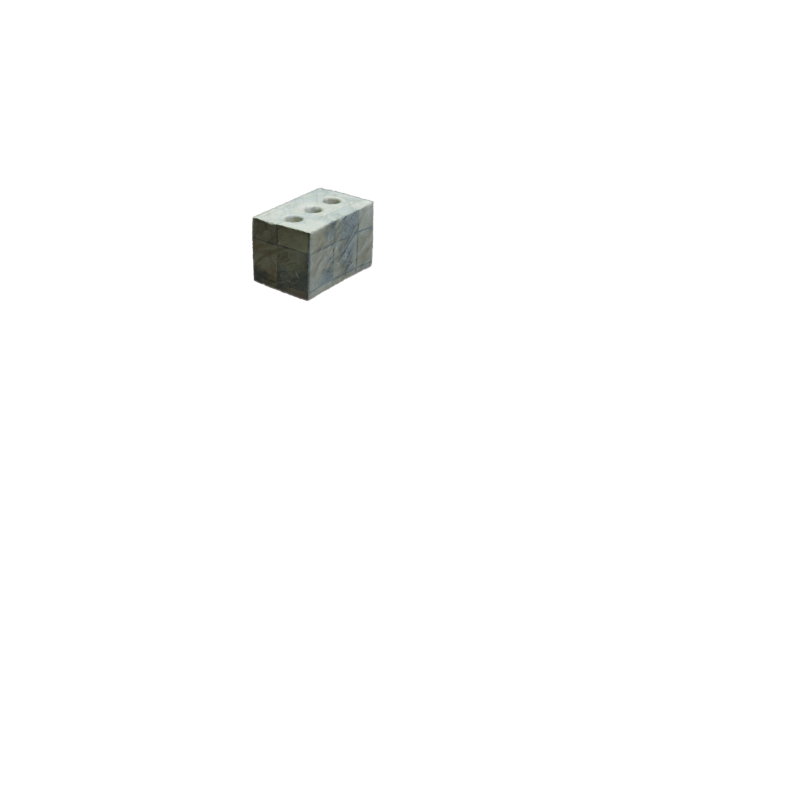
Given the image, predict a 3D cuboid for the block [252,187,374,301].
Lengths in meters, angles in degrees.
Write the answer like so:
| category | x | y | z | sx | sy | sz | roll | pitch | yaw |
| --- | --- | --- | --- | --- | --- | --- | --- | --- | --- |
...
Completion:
| category | x | y | z | sx | sy | sz | roll | pitch | yaw |
| --- | --- | --- | --- | --- | --- | --- | --- | --- | --- |
| block | -0.062 | -0.113 | 0.791 | 0.056 | 0.048 | 0.078 | 18 | 33 | 30 |
